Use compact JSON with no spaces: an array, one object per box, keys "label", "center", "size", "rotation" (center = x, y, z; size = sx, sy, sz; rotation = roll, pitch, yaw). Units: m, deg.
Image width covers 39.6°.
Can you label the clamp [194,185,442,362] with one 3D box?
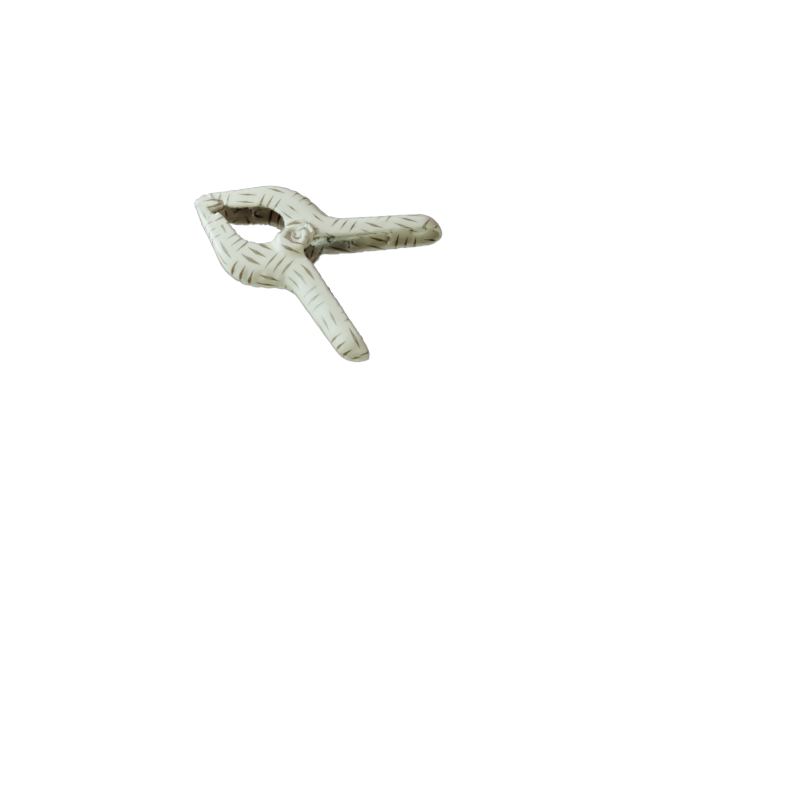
[{"label":"clamp","center":[-0.060,-0.110,0.768],"size":[0.180,0.122,0.037],"rotation":[32,-30,21]}]
